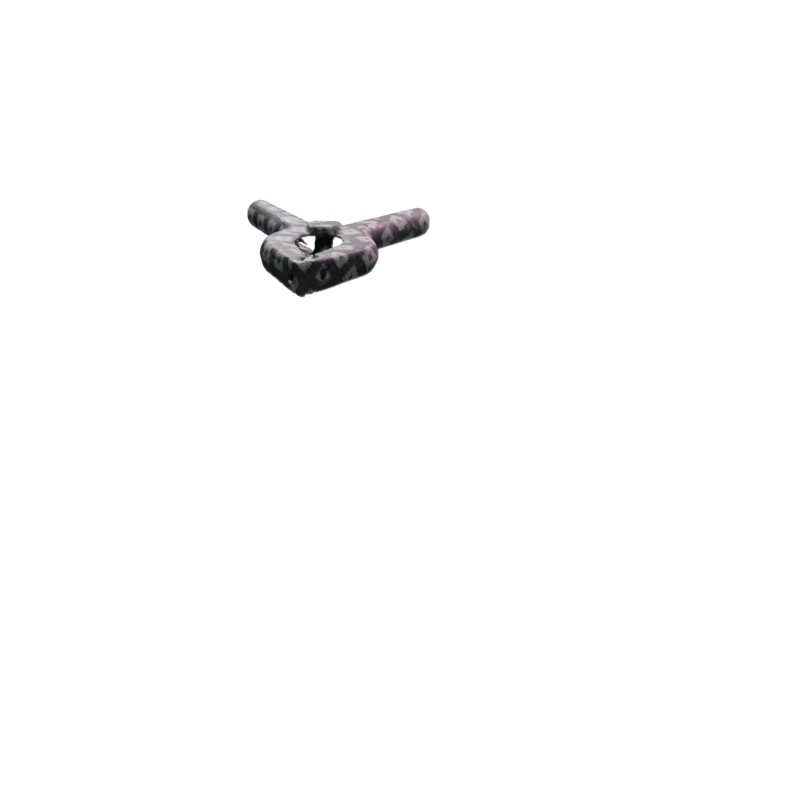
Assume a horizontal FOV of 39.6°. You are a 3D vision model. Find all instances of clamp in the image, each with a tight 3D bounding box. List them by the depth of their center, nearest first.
[{"bbox_3d":[-0.072,-0.132,0.923,0.168,0.035,0.215,5,23,12],"label":"clamp"}]
